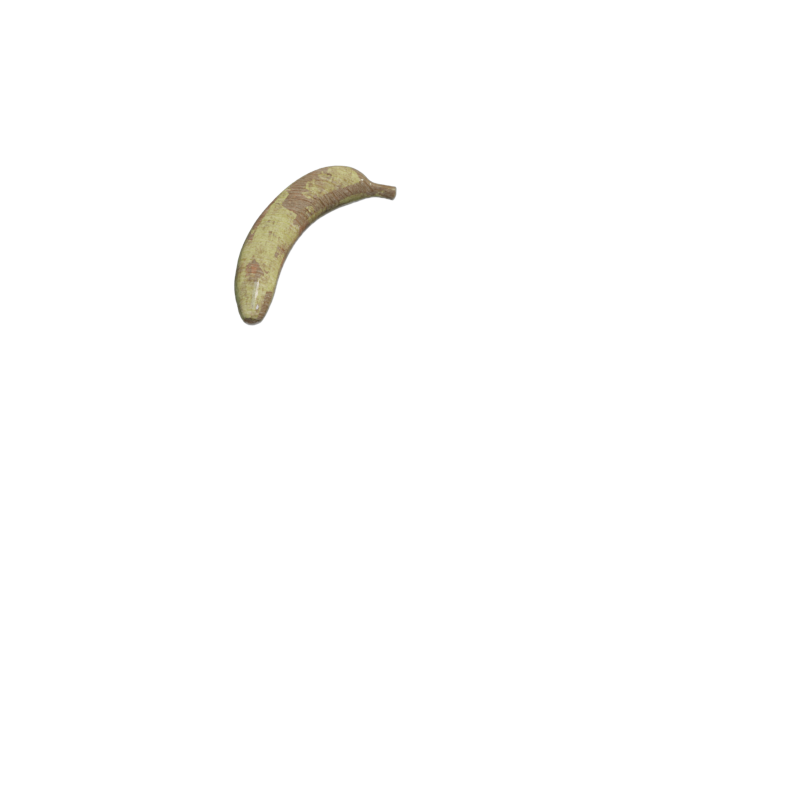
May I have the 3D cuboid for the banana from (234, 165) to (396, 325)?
[{"bbox_3d":[-0.083,-0.140,0.908,0.073,0.034,0.202,28,55,21],"label":"banana"}]
